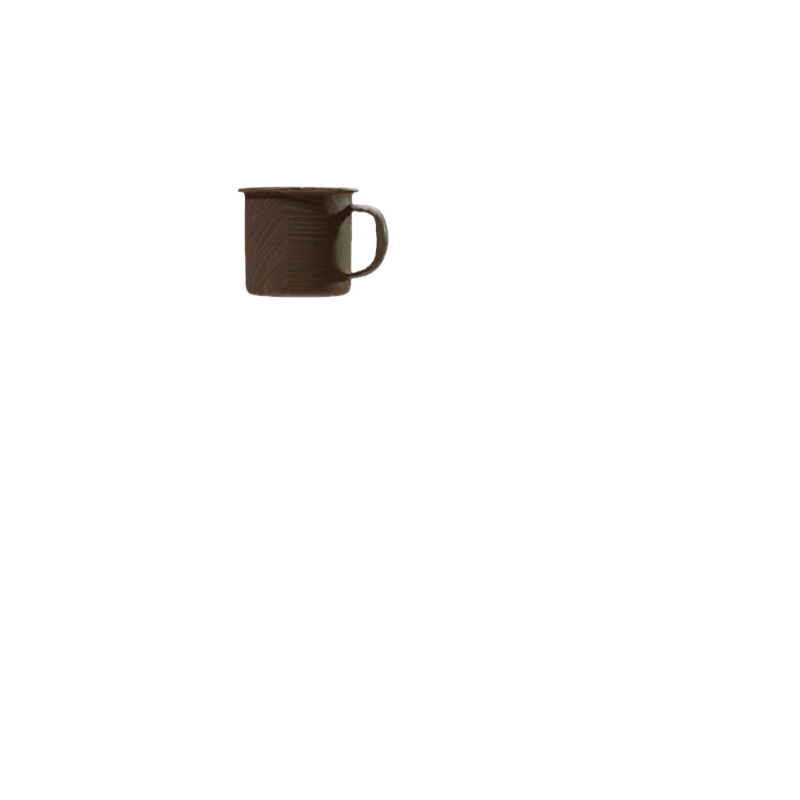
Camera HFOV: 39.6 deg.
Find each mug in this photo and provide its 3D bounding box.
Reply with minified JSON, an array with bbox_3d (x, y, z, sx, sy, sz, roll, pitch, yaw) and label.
[{"bbox_3d":[-0.066,-0.121,0.846,0.119,0.081,0.092,2,6,13],"label":"mug"}]
